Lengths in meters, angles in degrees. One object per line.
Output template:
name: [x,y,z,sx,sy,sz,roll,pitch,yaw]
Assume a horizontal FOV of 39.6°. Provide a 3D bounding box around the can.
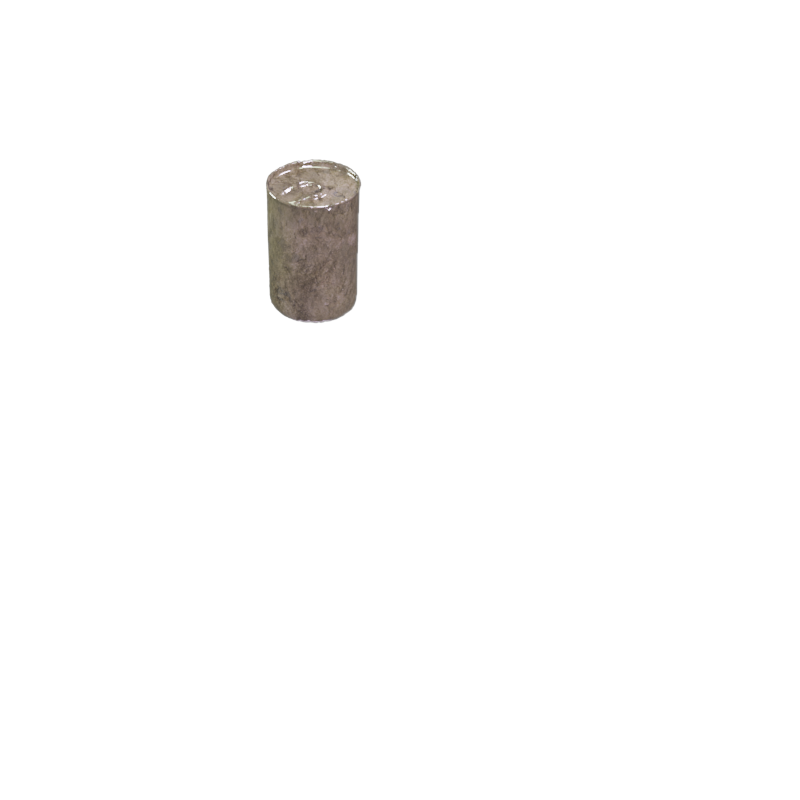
can: [-0.064,-0.117,0.817,0.068,0.096,0.073,0,36,-3]
